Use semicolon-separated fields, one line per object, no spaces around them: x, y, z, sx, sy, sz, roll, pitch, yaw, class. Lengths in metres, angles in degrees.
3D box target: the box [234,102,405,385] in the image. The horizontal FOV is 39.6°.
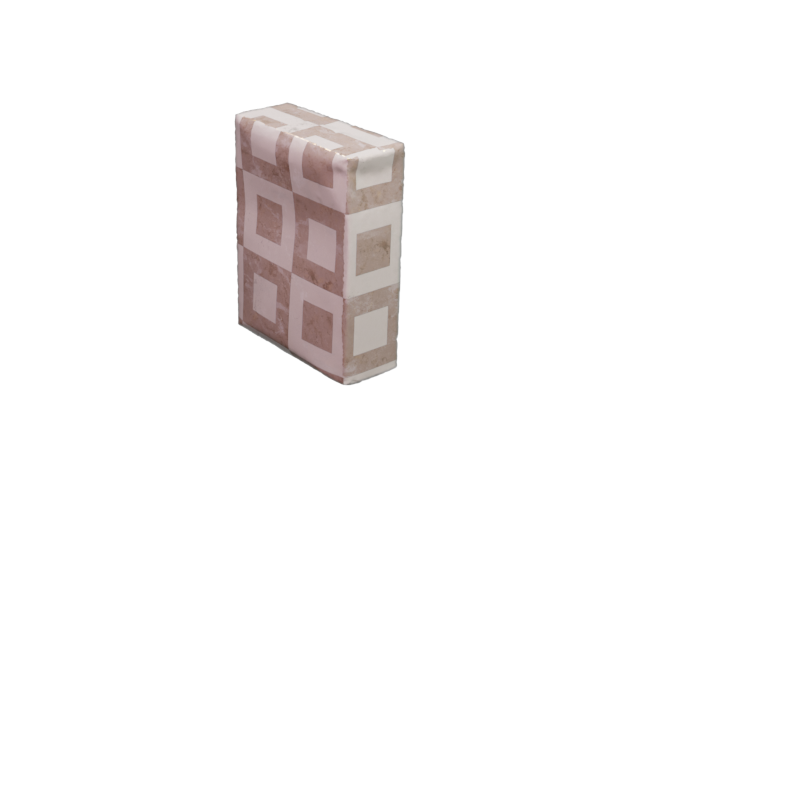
-0.078;-0.142;0.993;0.071;0.203;0.175;-18;32;-37;box
